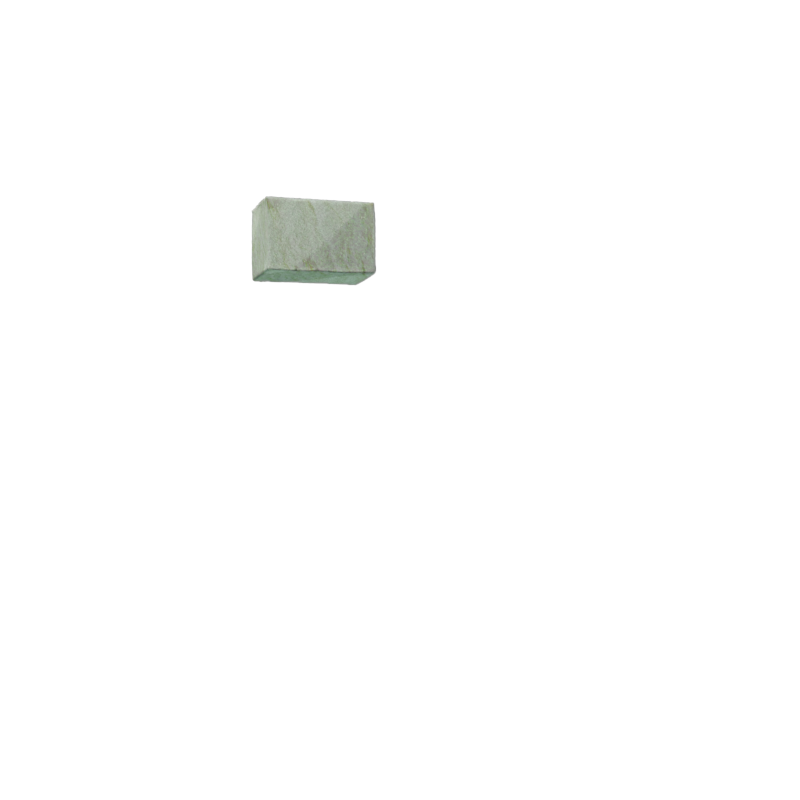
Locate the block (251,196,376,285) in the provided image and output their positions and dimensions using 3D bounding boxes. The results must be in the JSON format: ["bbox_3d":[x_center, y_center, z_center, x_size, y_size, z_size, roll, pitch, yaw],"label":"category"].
[{"bbox_3d":[-0.060,-0.109,0.767,0.076,0.052,0.053,1,-7,-16],"label":"block"}]
